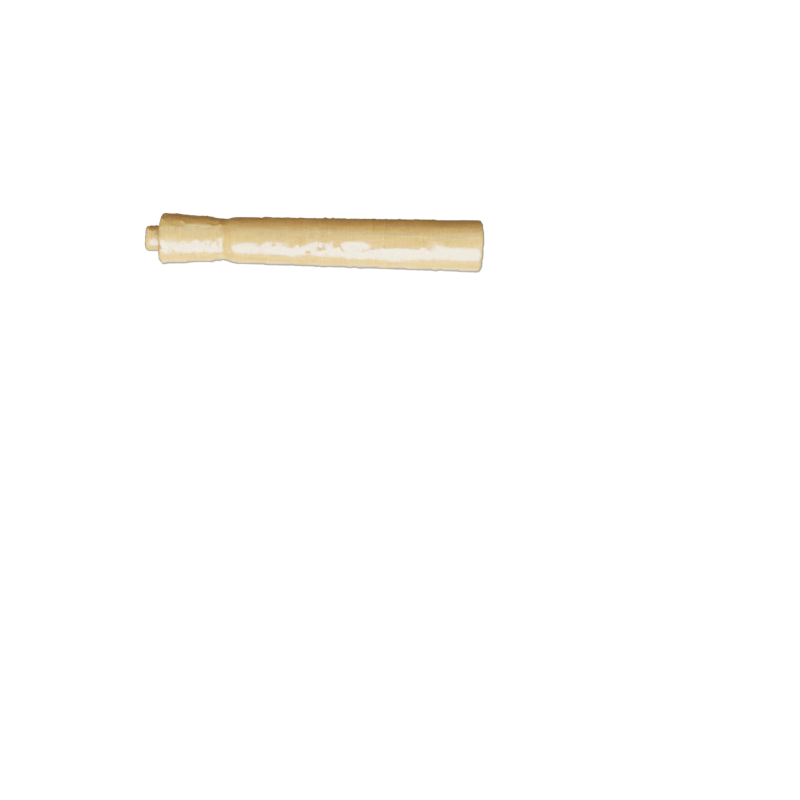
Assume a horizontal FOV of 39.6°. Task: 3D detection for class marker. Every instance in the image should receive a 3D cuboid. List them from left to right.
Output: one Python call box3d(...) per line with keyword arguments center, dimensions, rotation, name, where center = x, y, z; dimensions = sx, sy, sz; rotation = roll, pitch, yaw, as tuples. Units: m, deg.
box3d(center=(-0.031, -0.057, 0.400), dimensions=(0.121, 0.020, 0.020), rotation=(2, 4, 2), name="marker")
